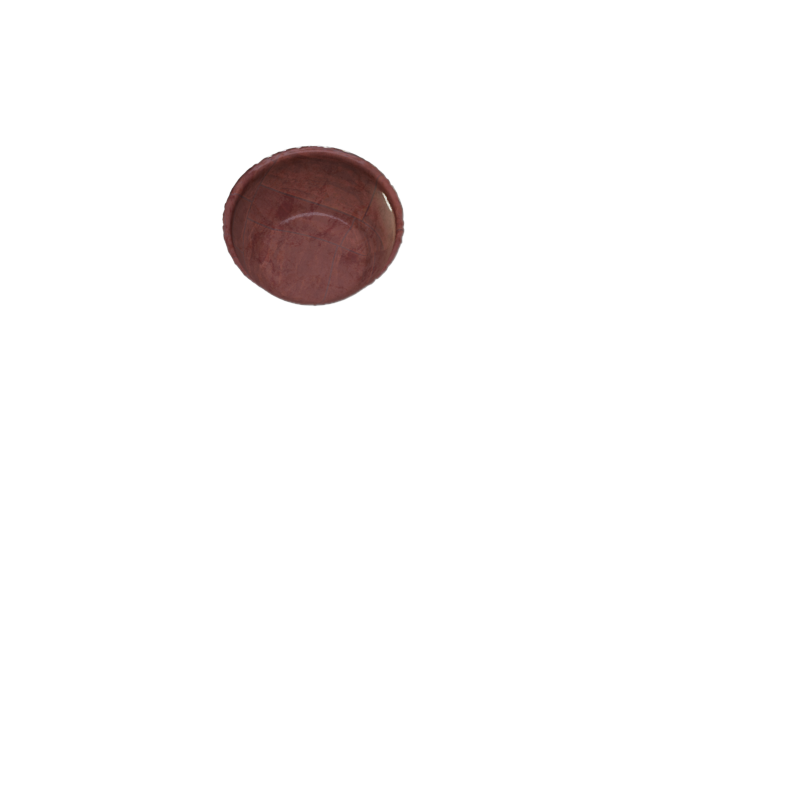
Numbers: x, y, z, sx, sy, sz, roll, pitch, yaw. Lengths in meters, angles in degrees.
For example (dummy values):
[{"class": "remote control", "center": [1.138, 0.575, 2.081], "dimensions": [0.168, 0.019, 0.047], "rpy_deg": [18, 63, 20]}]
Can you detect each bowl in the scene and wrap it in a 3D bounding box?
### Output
[{"class": "bowl", "center": [-0.075, -0.137, 0.962], "dimensions": [0.162, 0.152, 0.059], "rpy_deg": [1, 34, -1]}]
